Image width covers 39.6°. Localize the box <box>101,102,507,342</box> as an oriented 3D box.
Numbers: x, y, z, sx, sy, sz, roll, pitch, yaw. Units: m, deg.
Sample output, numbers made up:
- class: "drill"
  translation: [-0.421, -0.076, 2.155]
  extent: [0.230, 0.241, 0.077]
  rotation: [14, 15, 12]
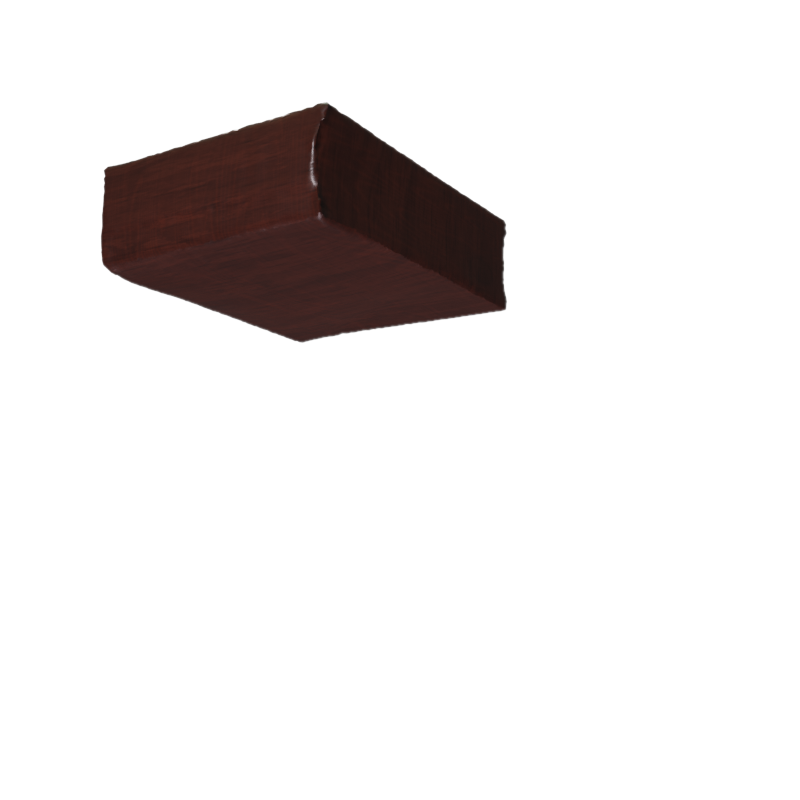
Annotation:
- class: "box"
  translation: [-0.029, -0.053, 0.369]
  extent: [0.092, 0.040, 0.107]
  rotation: [-8, -14, 33]
